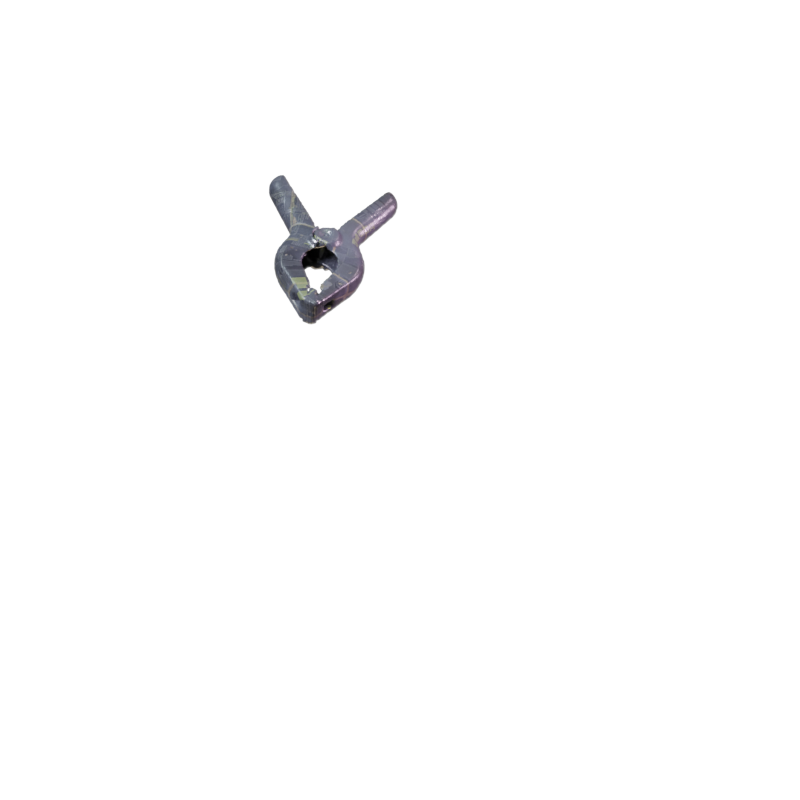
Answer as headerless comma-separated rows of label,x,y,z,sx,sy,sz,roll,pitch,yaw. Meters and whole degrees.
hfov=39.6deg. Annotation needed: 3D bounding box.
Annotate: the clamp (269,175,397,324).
clamp,-0.078,-0.142,0.995,0.122,0.036,0.180,10,45,10
